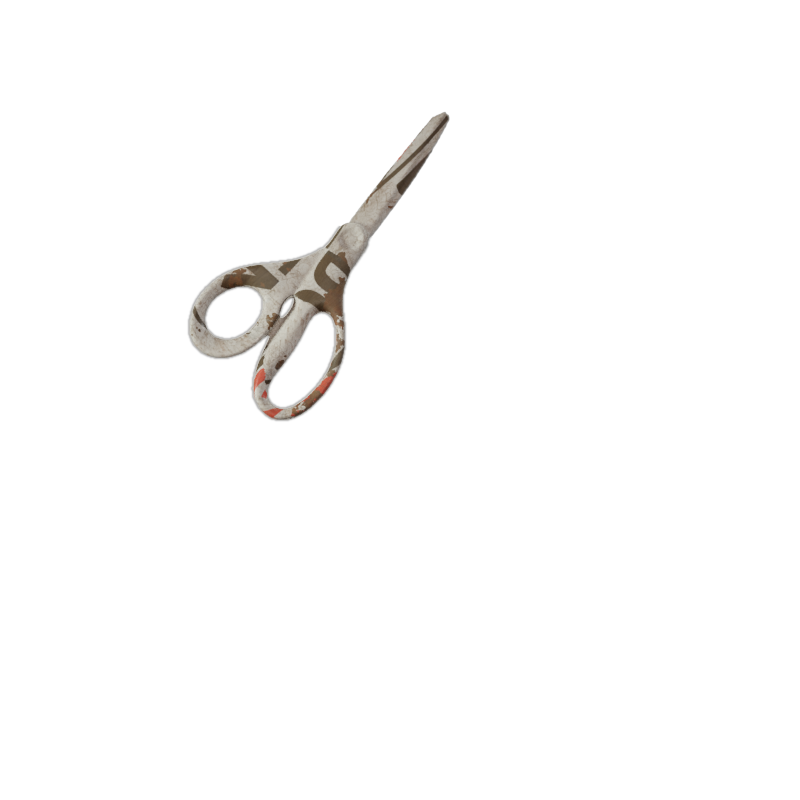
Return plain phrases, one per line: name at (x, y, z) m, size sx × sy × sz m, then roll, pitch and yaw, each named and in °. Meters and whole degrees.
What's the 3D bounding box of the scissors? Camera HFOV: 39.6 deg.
scissors at (-0.049, -0.089, 0.623) m, size 0.097 × 0.208 × 0.015 m, roll 18°, pitch -17°, yaw 5°
